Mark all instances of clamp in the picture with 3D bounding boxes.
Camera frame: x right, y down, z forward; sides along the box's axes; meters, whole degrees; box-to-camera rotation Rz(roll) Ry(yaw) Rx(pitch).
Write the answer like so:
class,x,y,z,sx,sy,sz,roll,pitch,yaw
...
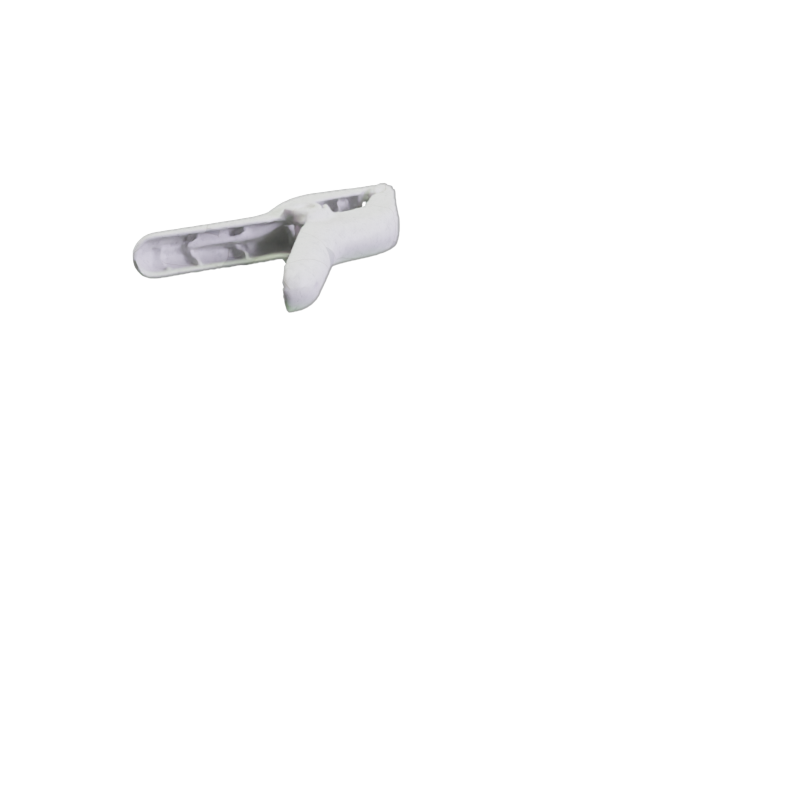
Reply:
class,x,y,z,sx,sy,sz,roll,pitch,yaw
clamp,-0.048,-0.088,0.618,0.128,0.037,0.170,26,38,38
